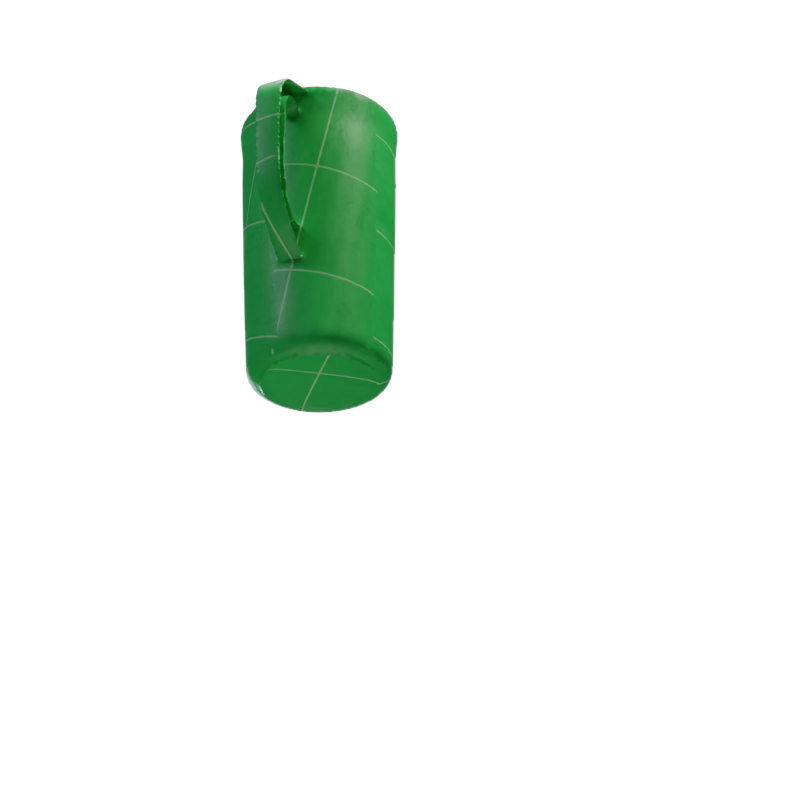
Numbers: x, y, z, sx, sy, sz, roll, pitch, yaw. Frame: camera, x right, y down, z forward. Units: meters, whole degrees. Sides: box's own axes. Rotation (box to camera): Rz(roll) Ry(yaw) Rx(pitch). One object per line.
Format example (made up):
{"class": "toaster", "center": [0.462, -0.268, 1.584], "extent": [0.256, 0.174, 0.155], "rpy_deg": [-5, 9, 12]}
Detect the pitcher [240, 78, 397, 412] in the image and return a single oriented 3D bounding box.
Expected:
{"class": "pitcher", "center": [-0.068, -0.124, 0.869], "extent": [0.144, 0.260, 0.141], "rpy_deg": [13, -36, -23]}
